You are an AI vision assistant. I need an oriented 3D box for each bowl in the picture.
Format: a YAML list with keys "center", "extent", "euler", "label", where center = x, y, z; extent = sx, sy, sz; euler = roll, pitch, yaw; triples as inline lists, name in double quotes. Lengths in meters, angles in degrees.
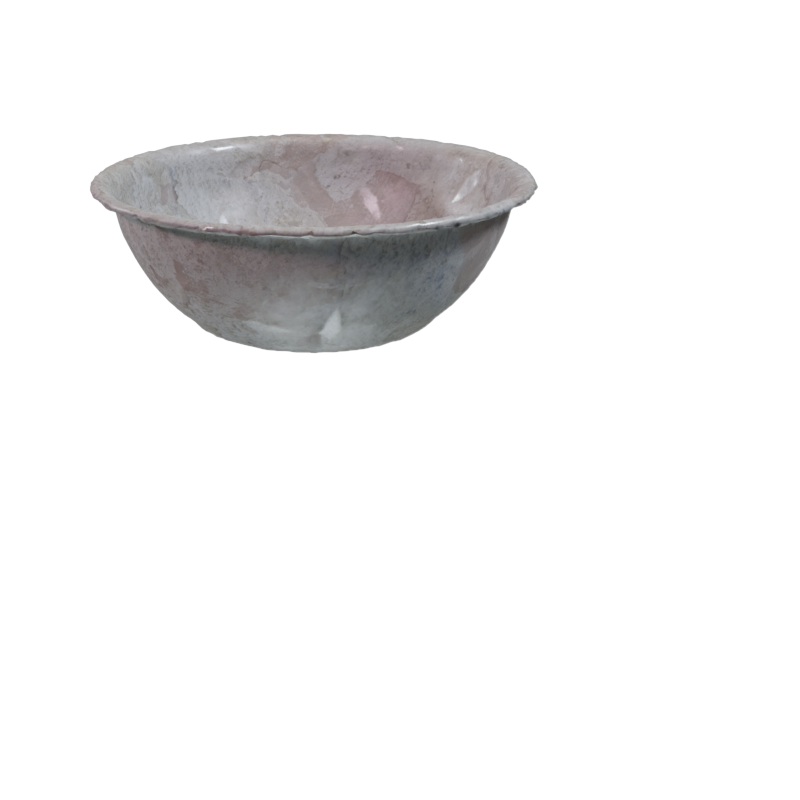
- center: [-0.033, -0.059, 0.415]
  extent: [0.162, 0.053, 0.170]
  euler: [-1, 22, -2]
  label: "bowl"
